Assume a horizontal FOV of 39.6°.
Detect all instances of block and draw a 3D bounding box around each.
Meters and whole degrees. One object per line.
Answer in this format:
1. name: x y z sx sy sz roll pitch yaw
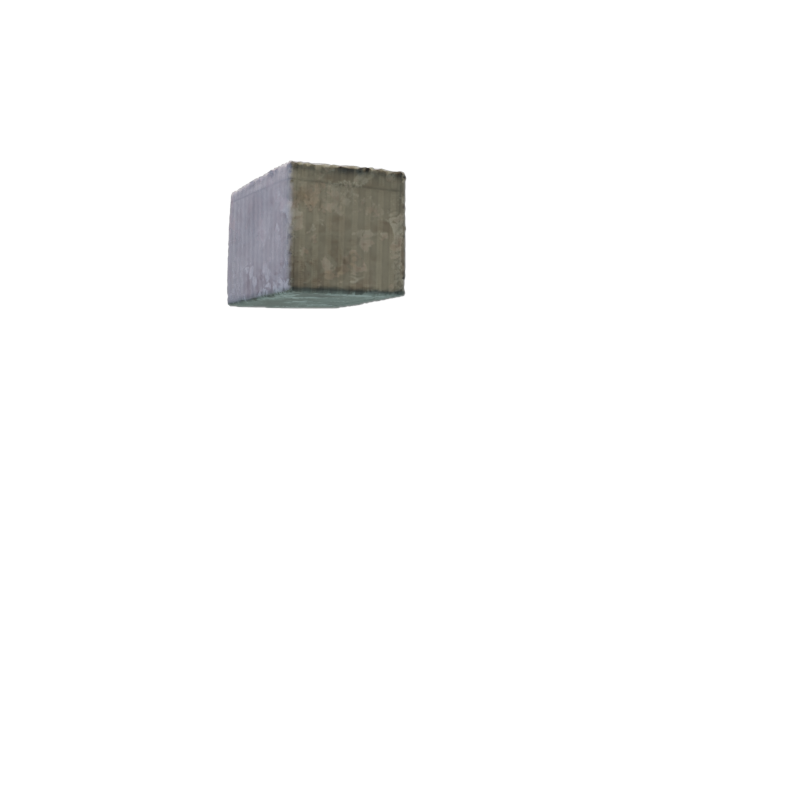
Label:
1. block: -0.037 -0.067 0.468 0.051 0.052 0.079 2 -3 -25
